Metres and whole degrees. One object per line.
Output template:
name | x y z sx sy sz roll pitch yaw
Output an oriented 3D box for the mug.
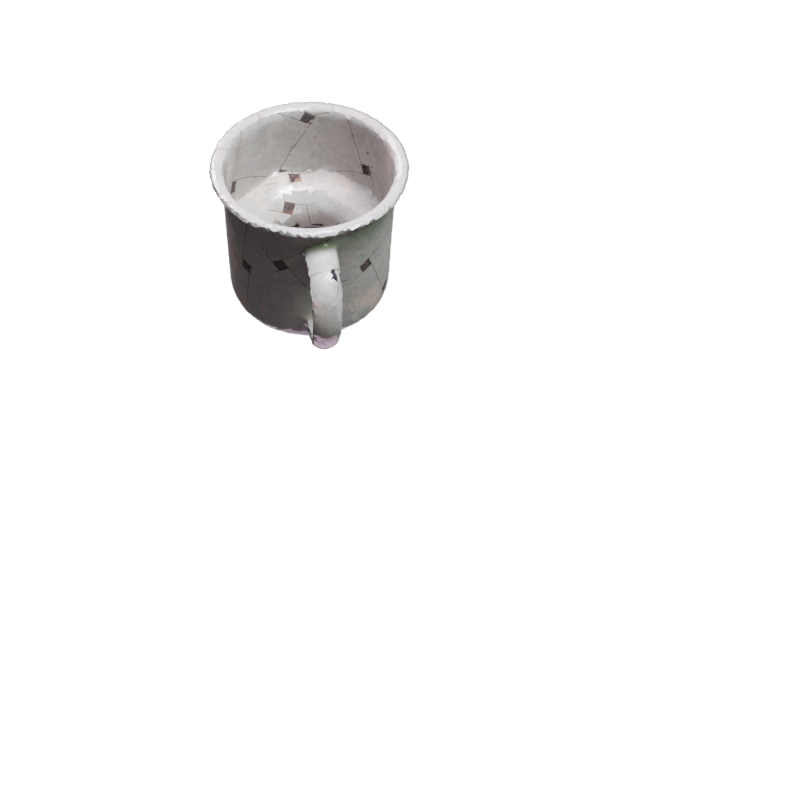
mug | -0.042 -0.077 0.538 0.092 0.126 0.076 -8 -39 -8
